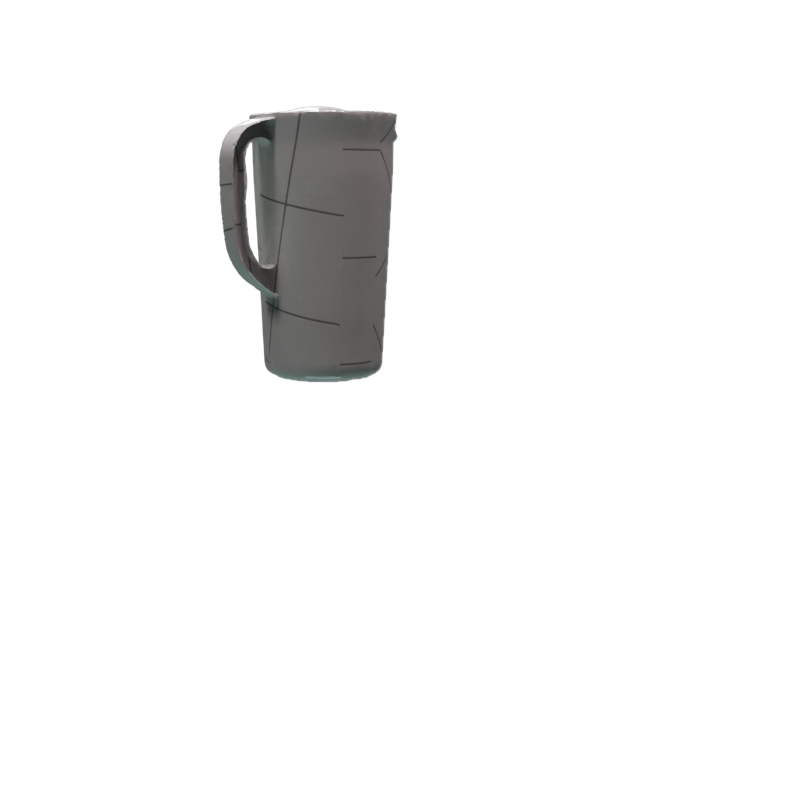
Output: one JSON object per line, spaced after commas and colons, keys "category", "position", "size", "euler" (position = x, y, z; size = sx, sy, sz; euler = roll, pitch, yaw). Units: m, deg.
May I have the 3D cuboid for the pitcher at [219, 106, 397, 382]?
{"category": "pitcher", "position": [-0.078, -0.143, 1.000], "size": [0.150, 0.241, 0.145], "euler": [1, 5, 4]}
